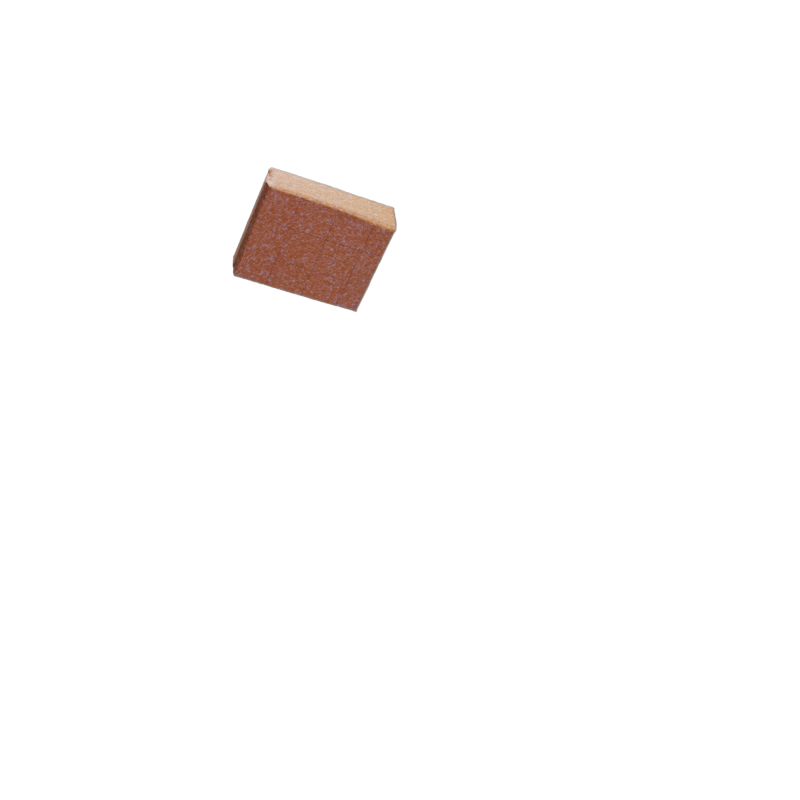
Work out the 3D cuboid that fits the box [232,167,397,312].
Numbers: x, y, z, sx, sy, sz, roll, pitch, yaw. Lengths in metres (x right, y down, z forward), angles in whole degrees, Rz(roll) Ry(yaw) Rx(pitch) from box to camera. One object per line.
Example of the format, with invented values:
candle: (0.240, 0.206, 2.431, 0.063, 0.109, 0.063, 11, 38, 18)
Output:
box: (-0.071, -0.129, 0.906, 0.111, 0.086, 0.041, 18, 32, -12)
